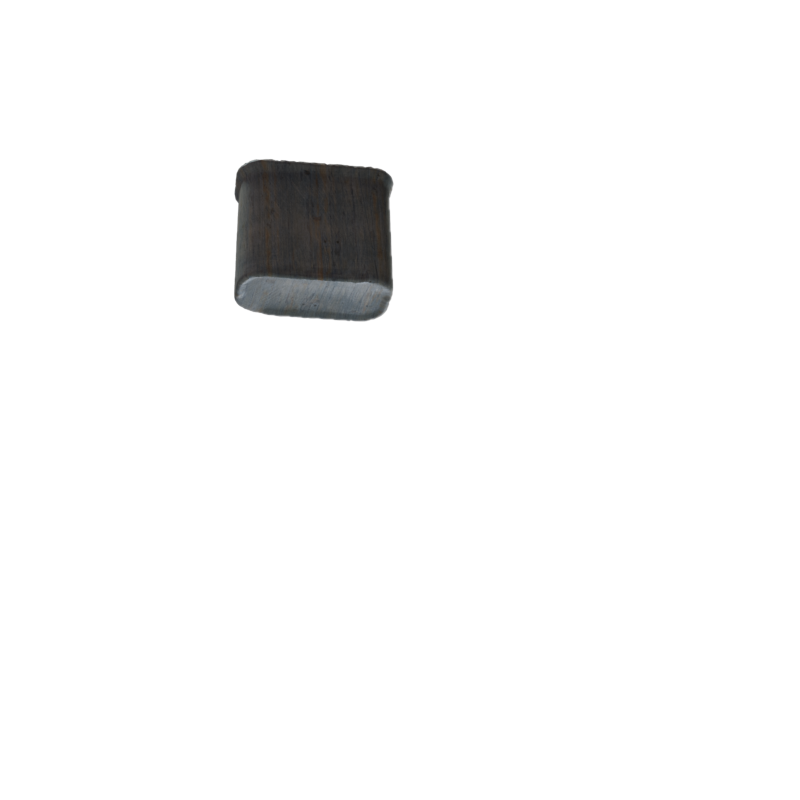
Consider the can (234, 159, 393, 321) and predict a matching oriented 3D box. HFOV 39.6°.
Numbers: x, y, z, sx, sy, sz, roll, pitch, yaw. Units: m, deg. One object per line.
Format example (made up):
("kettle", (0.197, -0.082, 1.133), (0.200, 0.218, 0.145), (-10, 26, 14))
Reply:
("can", (-0.055, -0.100, 0.700), (0.101, 0.089, 0.054), (3, -29, -7))
